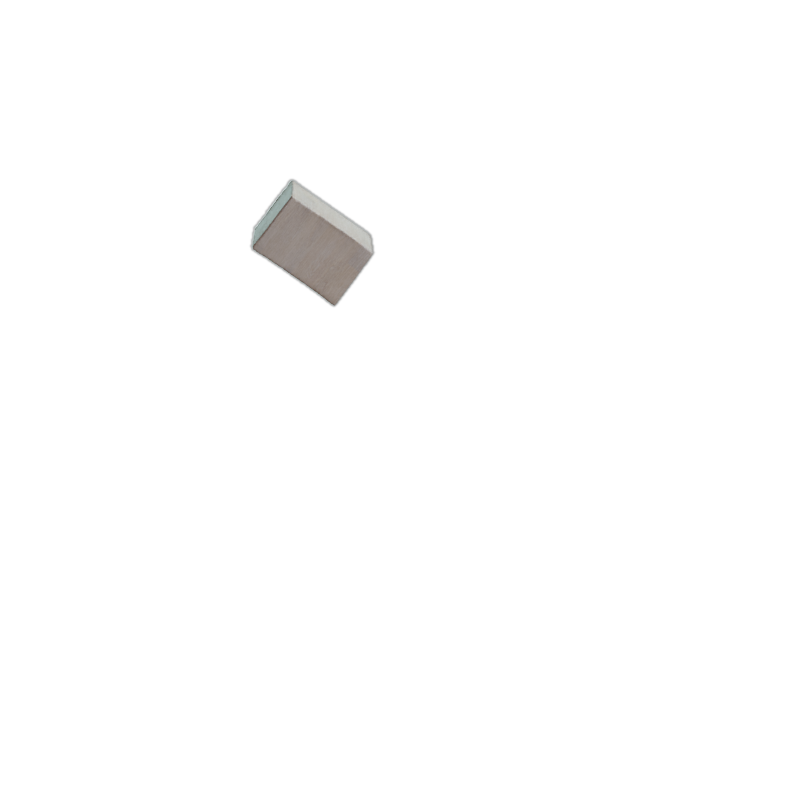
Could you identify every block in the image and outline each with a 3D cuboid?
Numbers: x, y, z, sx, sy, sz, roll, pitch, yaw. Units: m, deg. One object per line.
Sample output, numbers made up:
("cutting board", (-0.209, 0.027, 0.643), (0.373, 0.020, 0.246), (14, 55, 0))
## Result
("block", (-0.066, -0.119, 0.837), (0.076, 0.052, 0.053), (35, 15, -12))
